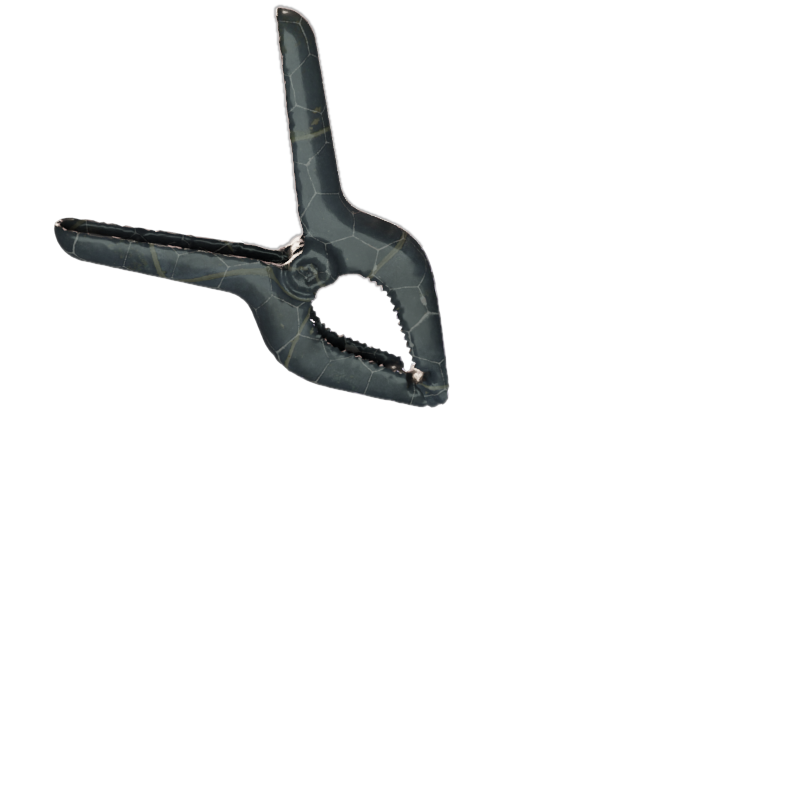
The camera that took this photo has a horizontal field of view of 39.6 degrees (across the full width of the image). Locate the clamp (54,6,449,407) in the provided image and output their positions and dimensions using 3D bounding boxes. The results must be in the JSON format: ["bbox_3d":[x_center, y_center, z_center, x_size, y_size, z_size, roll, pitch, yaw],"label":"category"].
[{"bbox_3d":[-0.043,-0.079,0.554,0.204,0.162,0.038,39,15,-13],"label":"clamp"}]
